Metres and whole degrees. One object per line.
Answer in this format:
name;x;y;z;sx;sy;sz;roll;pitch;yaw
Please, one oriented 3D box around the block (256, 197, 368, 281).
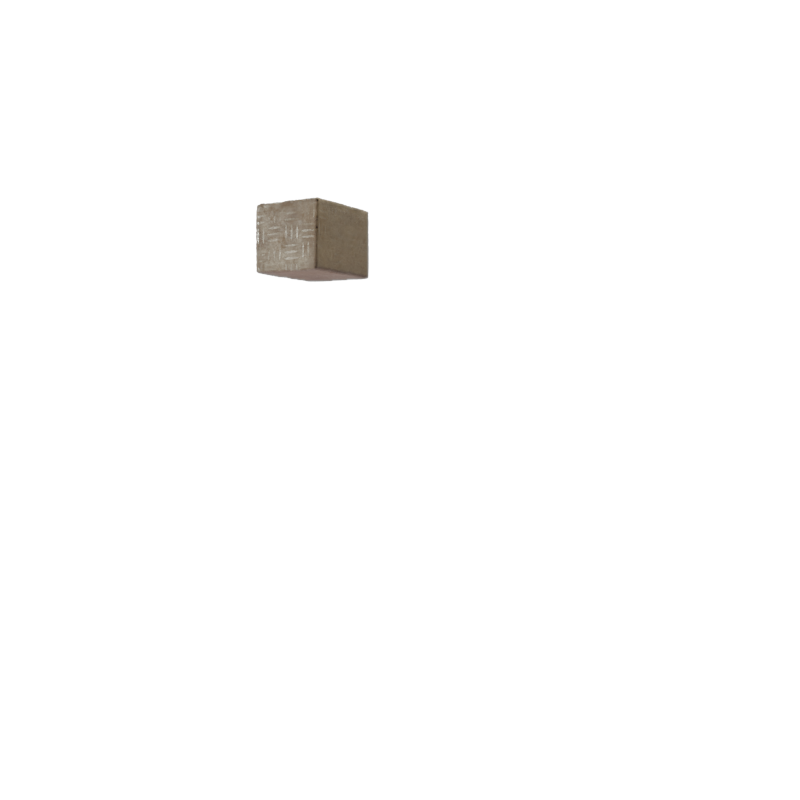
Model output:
block;-0.064;-0.116;0.812;0.054;0.052;0.075;-2;-2;28
